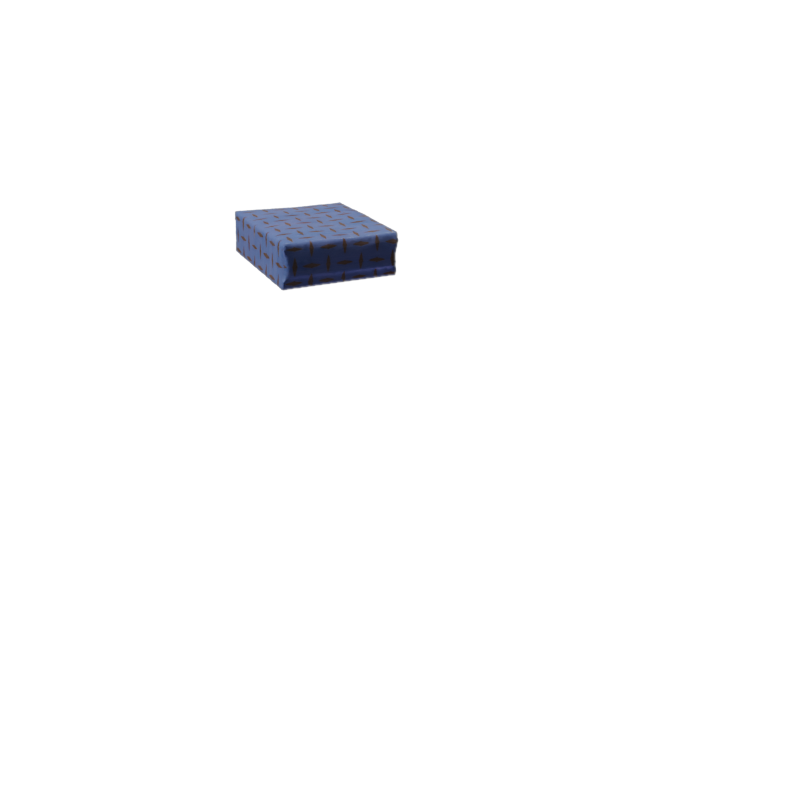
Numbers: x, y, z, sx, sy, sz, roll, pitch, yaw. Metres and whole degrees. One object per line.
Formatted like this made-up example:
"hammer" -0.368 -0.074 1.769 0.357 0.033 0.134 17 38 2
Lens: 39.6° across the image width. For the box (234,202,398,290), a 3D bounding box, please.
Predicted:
"box" -0.053 -0.096 0.672 0.072 0.029 0.095 -9 23 -22
